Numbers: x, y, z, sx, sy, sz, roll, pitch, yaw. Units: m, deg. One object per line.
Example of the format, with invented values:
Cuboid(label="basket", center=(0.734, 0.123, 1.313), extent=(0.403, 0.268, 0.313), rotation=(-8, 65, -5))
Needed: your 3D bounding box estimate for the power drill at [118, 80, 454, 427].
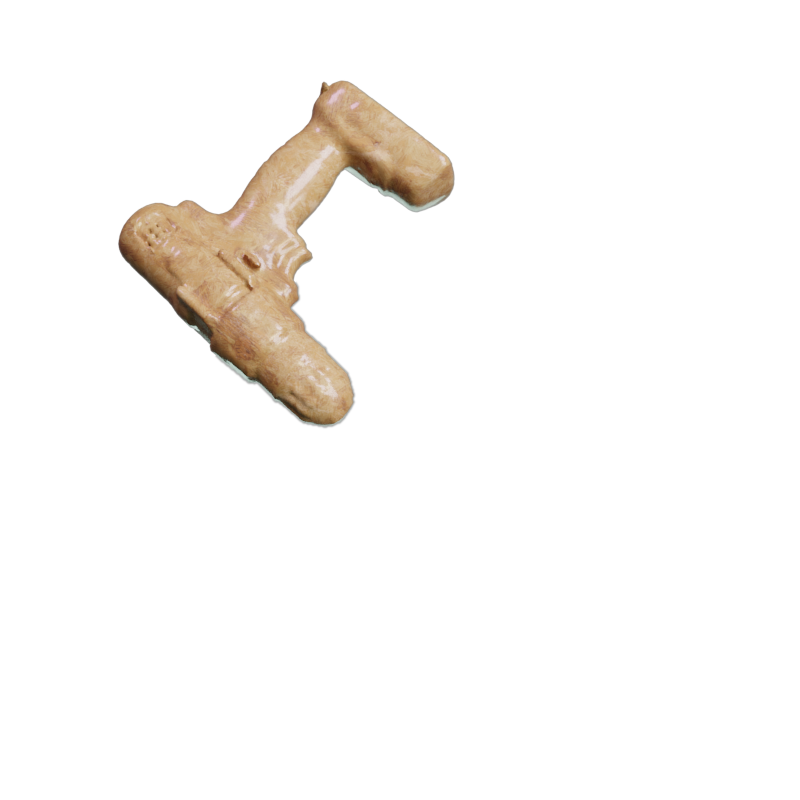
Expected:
Cuboid(label="power drill", center=(-0.054, -0.099, 0.691), extent=(0.193, 0.190, 0.054), rotation=(41, -19, 17))
